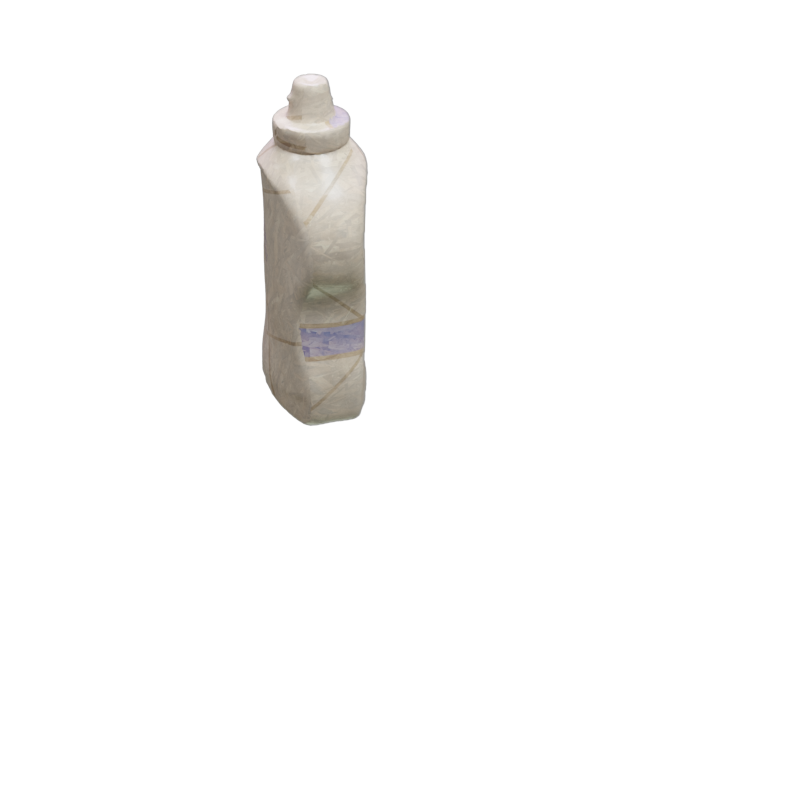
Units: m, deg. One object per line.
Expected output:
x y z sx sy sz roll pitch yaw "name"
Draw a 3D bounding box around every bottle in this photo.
-0.048 -0.088 0.613 0.058 0.180 0.103 -6 34 -14 "bottle"
